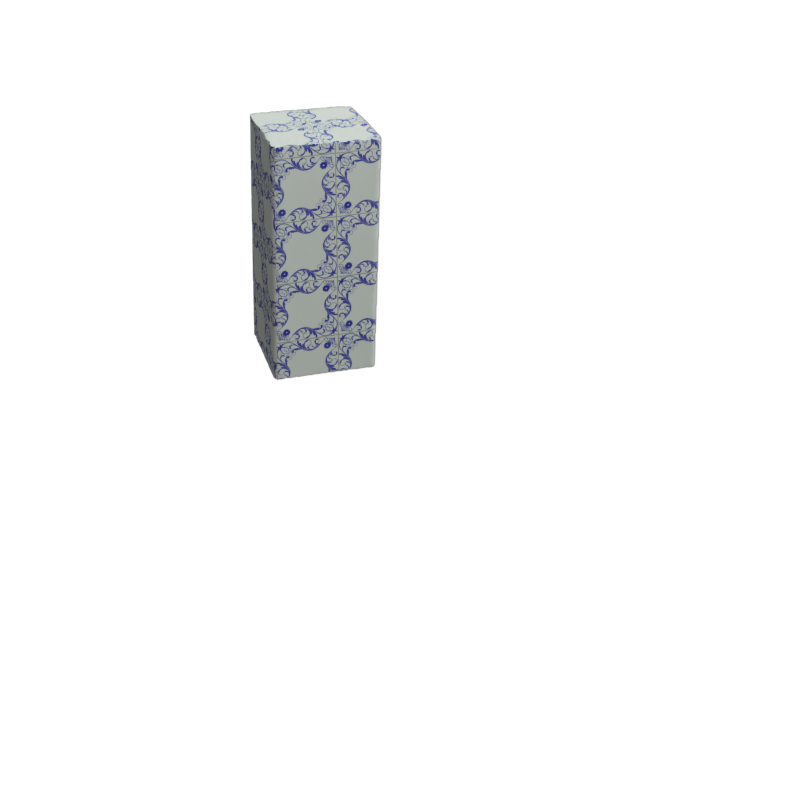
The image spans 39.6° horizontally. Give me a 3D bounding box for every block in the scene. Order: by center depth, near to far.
[{"bbox_3d":[-0.073,-0.133,0.932,0.089,0.195,0.097,-7,28,-16],"label":"block"}]
